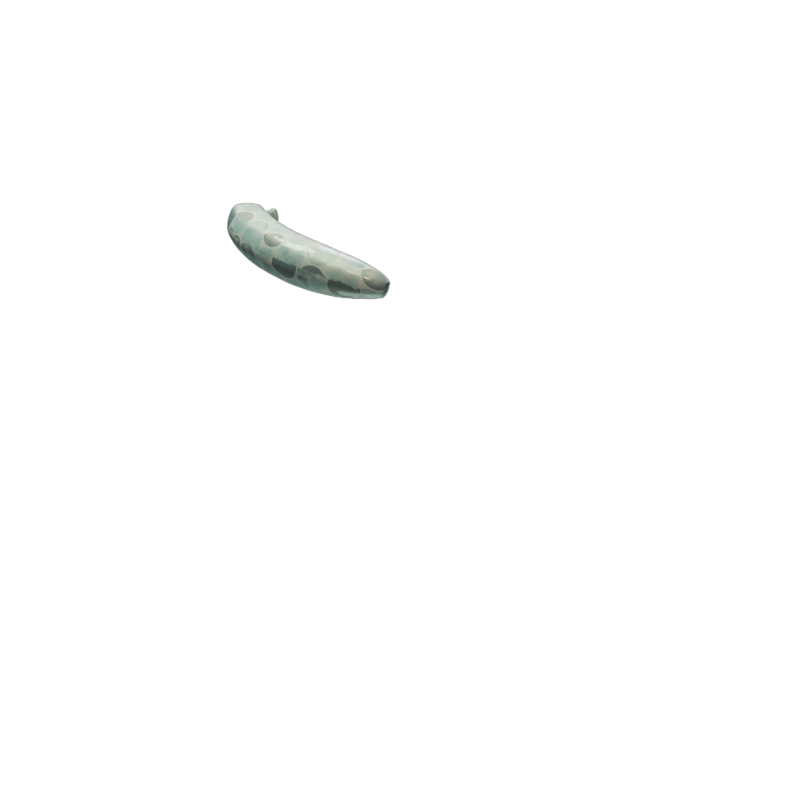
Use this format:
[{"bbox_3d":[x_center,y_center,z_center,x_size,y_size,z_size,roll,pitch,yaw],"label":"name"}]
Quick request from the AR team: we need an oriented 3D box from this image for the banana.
[{"bbox_3d":[-0.084,-0.119,0.846,0.068,0.035,0.212,-14,31,-26],"label":"banana"}]
